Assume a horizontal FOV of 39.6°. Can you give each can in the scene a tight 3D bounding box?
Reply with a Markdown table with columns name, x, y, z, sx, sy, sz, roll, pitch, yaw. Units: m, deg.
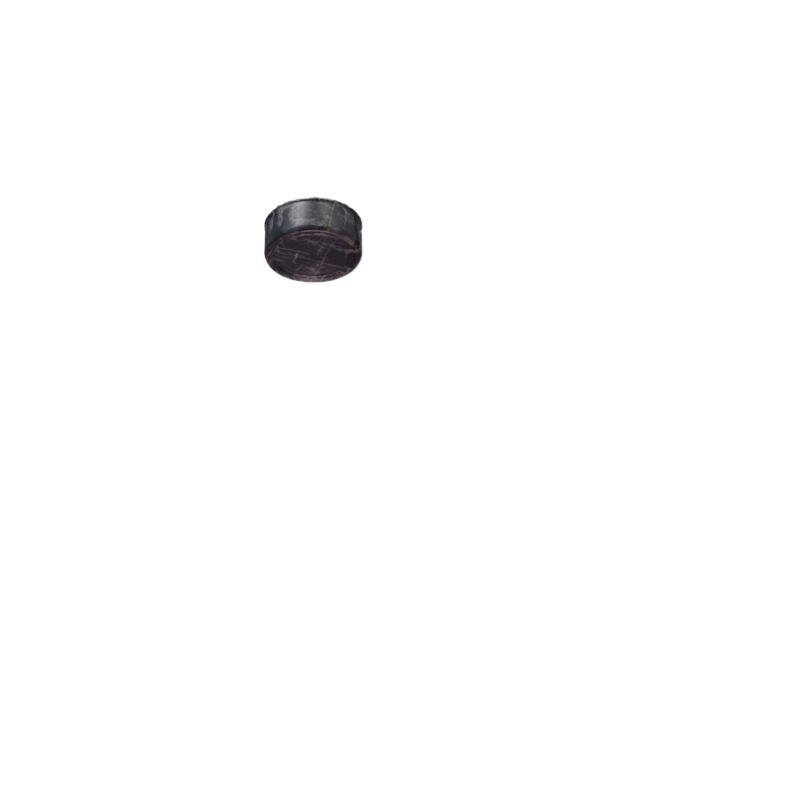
| name | x | y | z | sx | sy | sz | roll | pitch | yaw |
| --- | --- | --- | --- | --- | --- | --- | --- | --- | --- |
| can | -0.075 | -0.137 | 0.957 | 0.086 | 0.036 | 0.081 | 1 | -29 | -2 |
